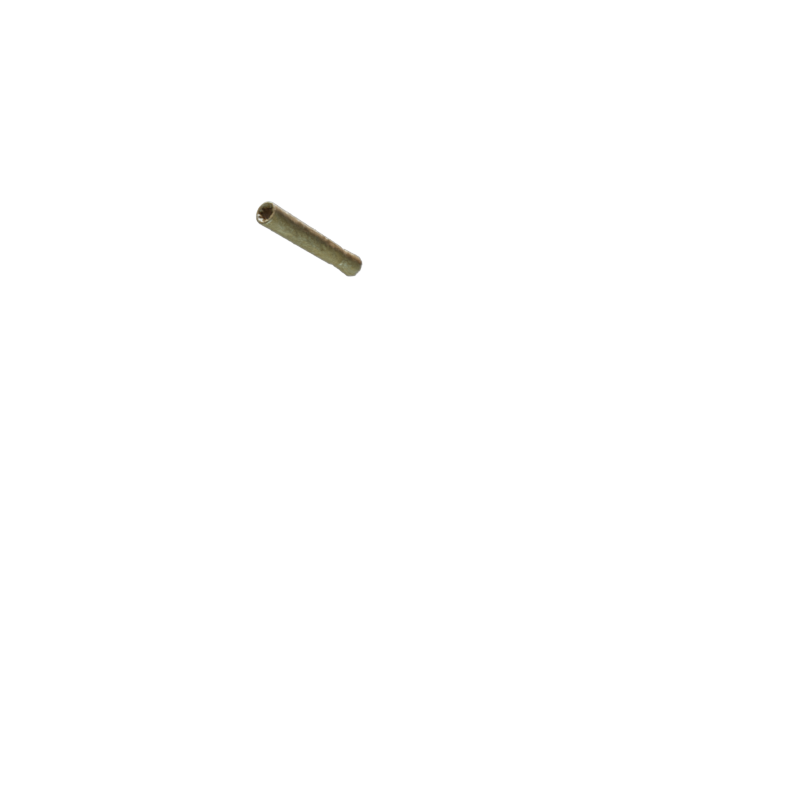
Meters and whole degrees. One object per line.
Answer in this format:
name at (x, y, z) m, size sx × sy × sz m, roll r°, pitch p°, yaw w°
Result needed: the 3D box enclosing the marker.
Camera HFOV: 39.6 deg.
marker at (-0.067, -0.123, 0.860) m, size 0.021 × 0.020 × 0.113 m, roll 3°, pitch -14°, yaw 37°
